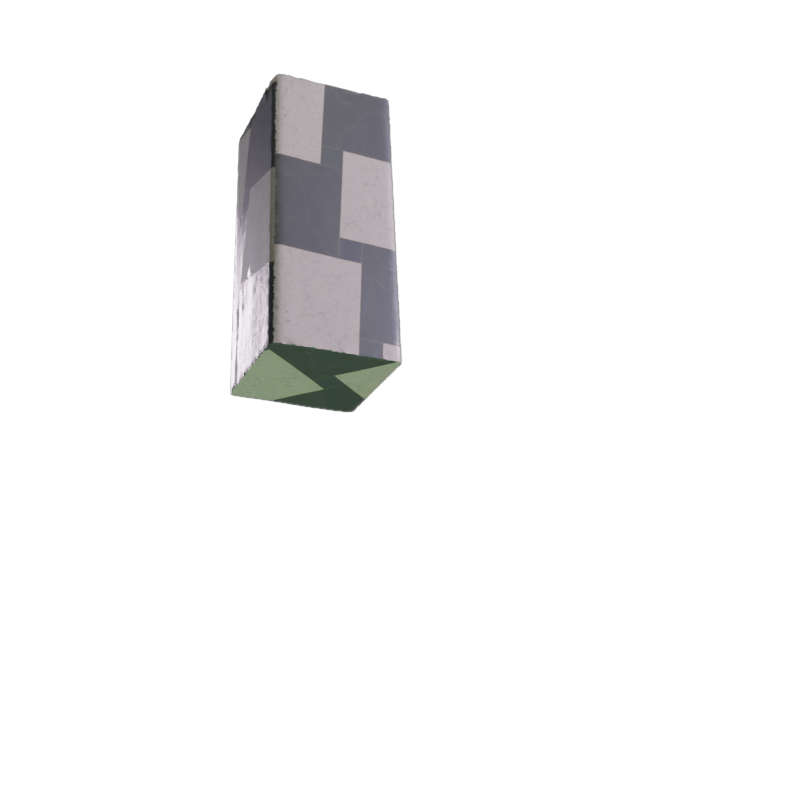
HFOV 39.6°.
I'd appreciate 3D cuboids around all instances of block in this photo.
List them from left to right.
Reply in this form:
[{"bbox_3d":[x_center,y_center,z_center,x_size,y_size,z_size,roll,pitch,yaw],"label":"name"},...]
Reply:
[{"bbox_3d":[-0.060,-0.109,0.761,0.087,0.219,0.088,9,-30,-20],"label":"block"}]
